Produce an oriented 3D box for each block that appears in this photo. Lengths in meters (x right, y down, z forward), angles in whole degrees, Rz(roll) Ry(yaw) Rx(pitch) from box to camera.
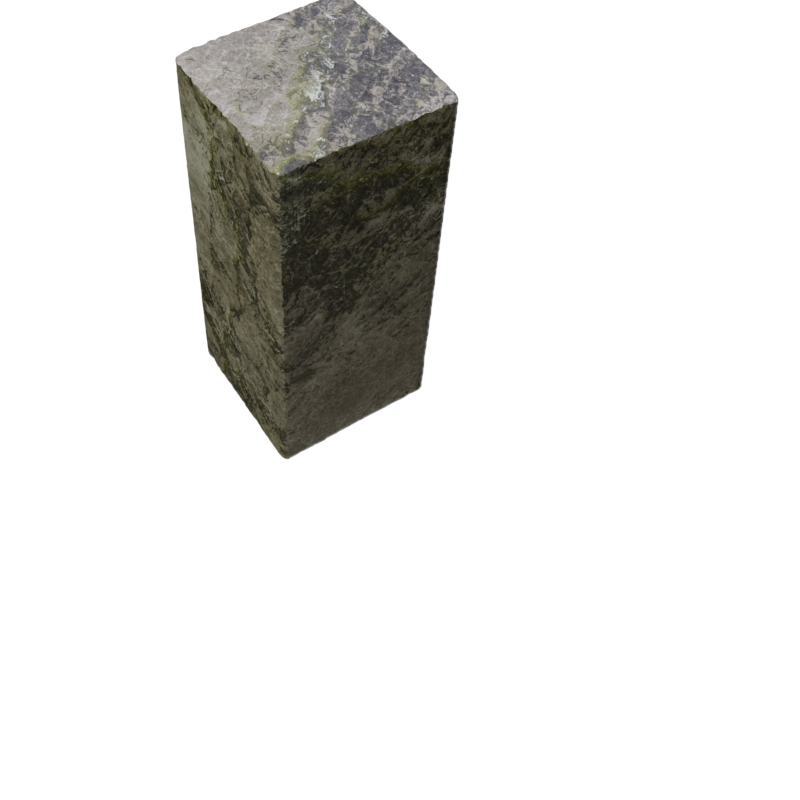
[{"bbox_3d":[-0.042,-0.077,0.538,0.090,0.097,0.192,-27,-31,-22],"label":"block"}]
